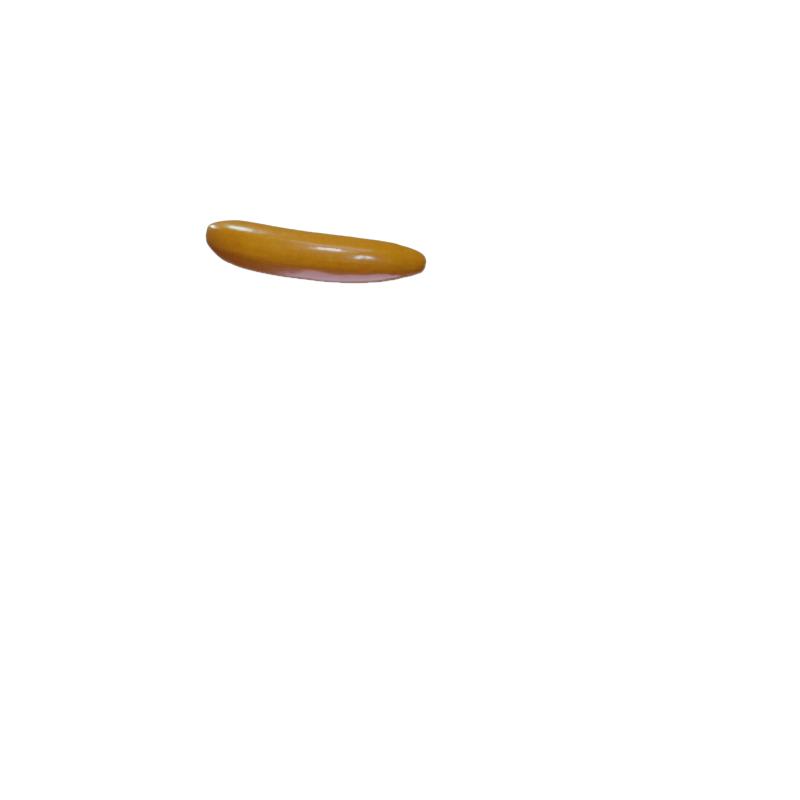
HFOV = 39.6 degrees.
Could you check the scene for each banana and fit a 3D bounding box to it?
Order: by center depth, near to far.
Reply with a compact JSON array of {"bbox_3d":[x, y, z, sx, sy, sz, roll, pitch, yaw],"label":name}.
[{"bbox_3d":[-0.081,-0.120,0.878,0.206,0.035,0.070,14,28,25],"label":"banana"}]
